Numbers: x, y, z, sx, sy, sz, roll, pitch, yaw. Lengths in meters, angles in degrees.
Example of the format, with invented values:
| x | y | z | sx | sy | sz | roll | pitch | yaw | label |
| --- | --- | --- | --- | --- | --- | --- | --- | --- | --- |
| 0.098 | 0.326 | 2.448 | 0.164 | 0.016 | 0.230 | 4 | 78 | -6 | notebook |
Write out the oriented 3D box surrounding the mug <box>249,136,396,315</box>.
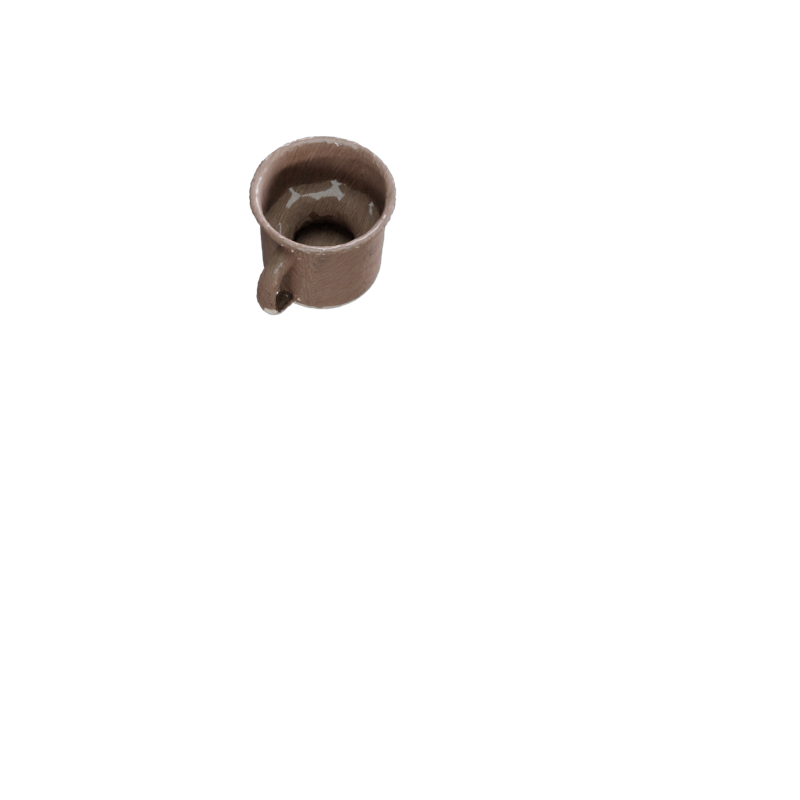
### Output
| x | y | z | sx | sy | sz | roll | pitch | yaw | label |
| --- | --- | --- | --- | --- | --- | --- | --- | --- | --- |
| -0.057 | -0.104 | 0.725 | 0.096 | 0.121 | 0.076 | 25 | -28 | 12 | mug |
